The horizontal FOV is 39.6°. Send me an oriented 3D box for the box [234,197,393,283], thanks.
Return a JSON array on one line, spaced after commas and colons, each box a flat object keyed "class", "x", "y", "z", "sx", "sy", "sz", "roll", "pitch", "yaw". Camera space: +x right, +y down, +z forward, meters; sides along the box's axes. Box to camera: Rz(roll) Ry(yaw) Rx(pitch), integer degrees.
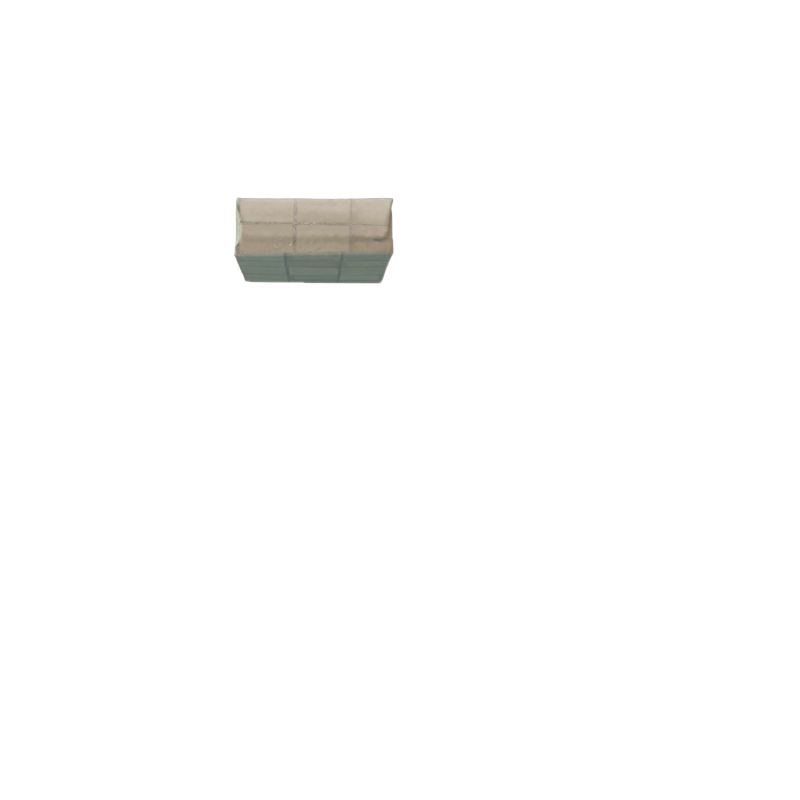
[{"class": "box", "x": -0.043, "y": -0.078, "z": 0.544, "sx": 0.073, "sy": 0.031, "sz": 0.088, "roll": 0, "pitch": -4, "yaw": -3}]
